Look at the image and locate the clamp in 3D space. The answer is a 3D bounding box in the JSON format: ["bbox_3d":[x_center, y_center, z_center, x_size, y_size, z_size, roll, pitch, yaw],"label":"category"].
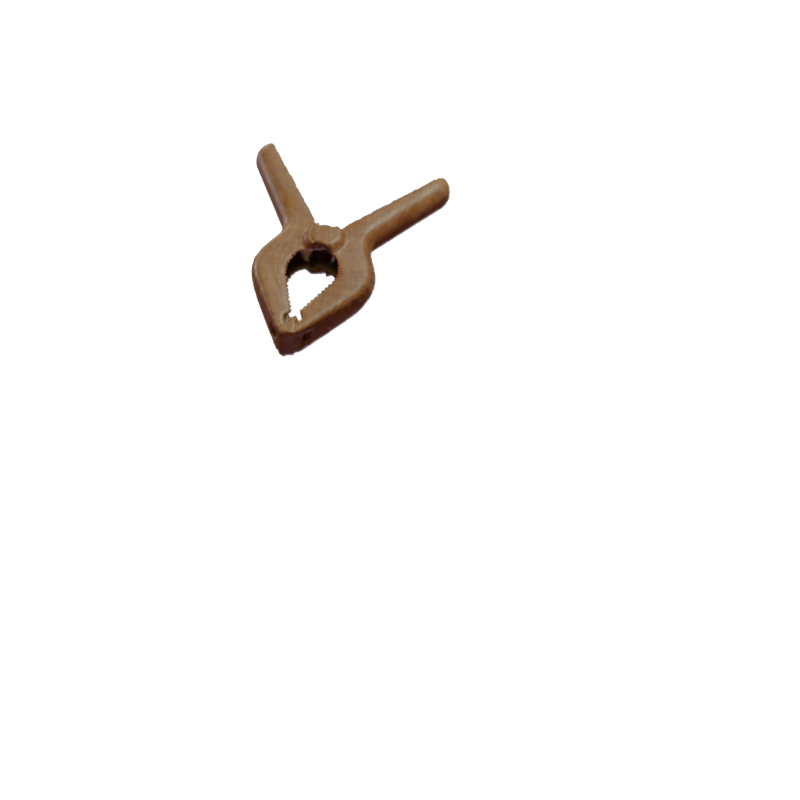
[{"bbox_3d":[-0.068,-0.124,0.872,0.169,0.219,0.034,16,-39,13],"label":"clamp"}]
